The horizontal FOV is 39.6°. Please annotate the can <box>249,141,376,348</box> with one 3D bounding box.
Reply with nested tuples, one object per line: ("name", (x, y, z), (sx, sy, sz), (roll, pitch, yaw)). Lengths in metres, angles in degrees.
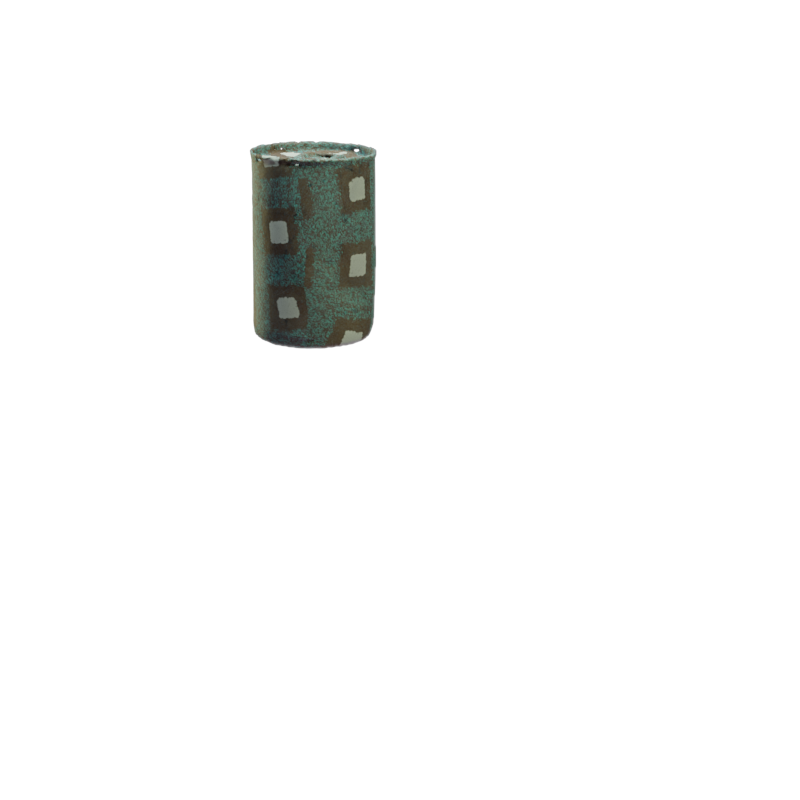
("can", (-0.047, -0.086, 0.606), (0.068, 0.099, 0.071), (0, 16, -2))
